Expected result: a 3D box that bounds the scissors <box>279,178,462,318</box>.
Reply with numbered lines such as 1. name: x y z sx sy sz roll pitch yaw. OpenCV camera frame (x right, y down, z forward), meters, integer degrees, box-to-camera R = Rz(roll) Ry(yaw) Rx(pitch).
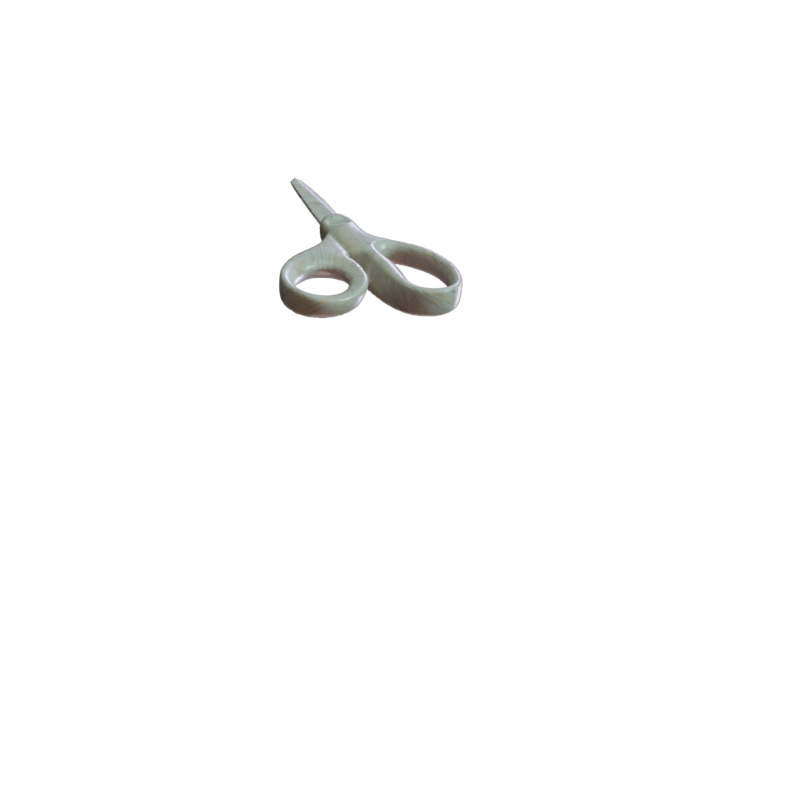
1. scissors: -0.046 -0.084 0.592 0.094 0.015 0.216 -16 31 -28
